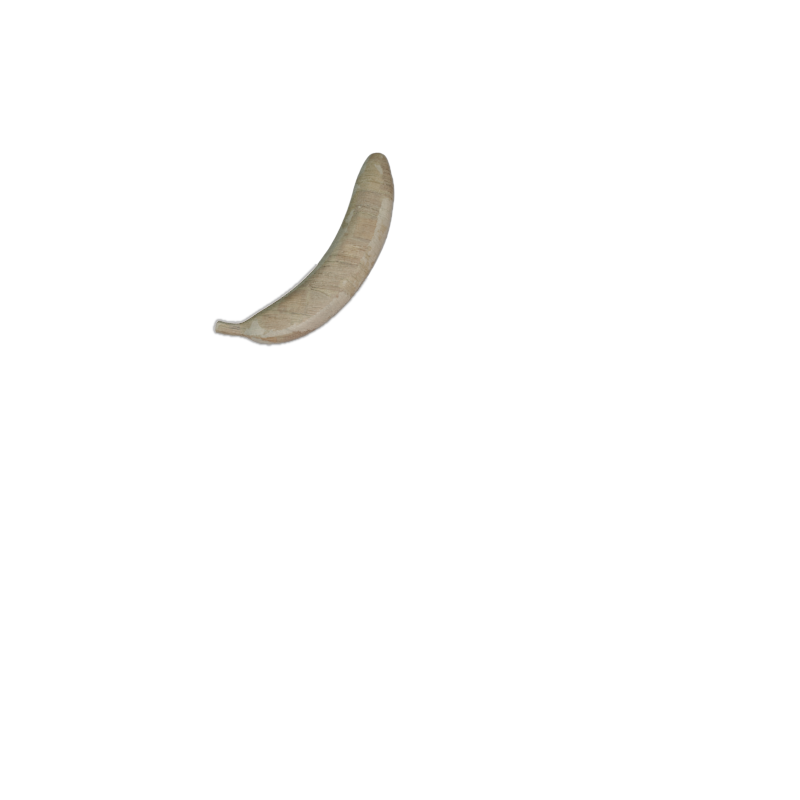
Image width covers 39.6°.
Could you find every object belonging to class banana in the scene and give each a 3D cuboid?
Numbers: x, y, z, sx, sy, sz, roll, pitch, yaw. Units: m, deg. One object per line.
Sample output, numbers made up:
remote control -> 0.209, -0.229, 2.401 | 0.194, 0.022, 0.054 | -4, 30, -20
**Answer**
banana -> -0.056, -0.109, 0.865 | 0.072, 0.200, 0.035 | 38, -15, 11
